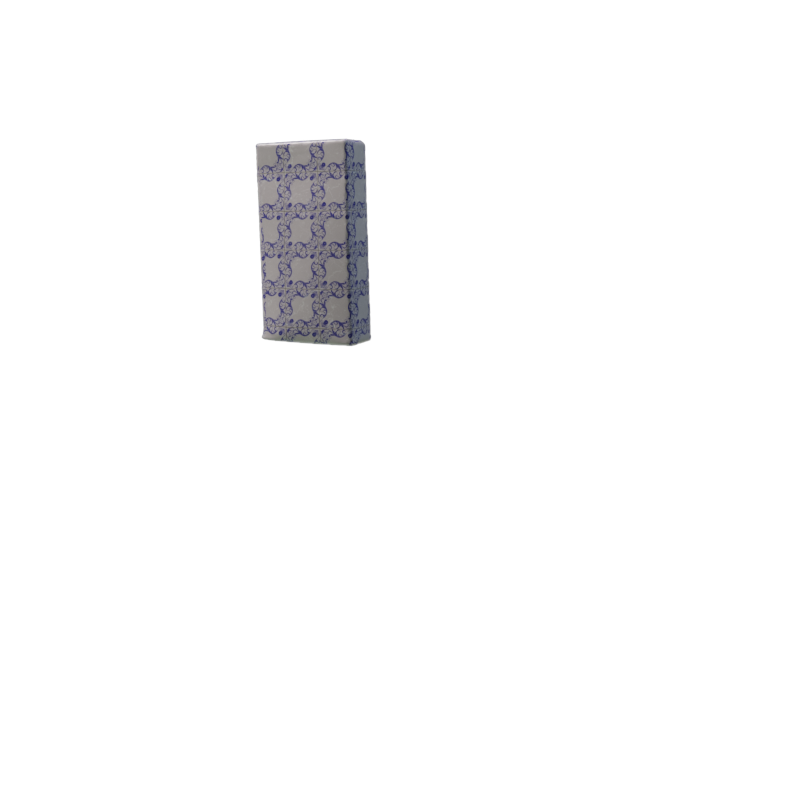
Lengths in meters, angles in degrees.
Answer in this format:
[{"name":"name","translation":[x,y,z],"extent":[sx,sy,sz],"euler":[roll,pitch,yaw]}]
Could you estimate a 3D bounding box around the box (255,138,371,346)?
[{"name":"box","translation":[-0.076,-0.139,0.972],"extent":[0.096,0.176,0.047],"euler":[2,2,28]}]
